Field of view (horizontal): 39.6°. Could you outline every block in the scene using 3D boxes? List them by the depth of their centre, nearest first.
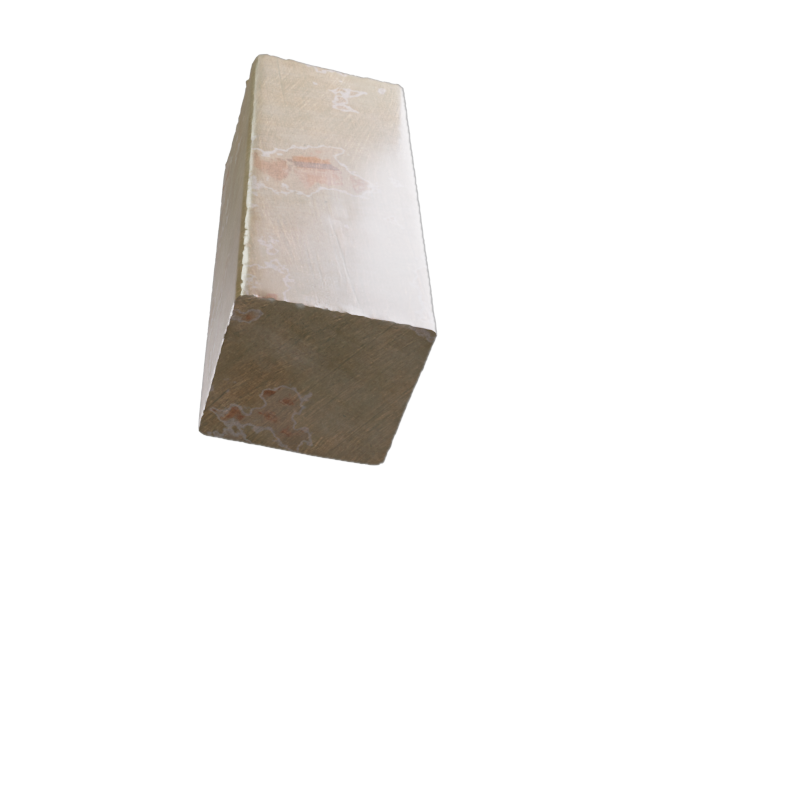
[{"bbox_3d":[-0.045,-0.081,0.565,0.088,0.086,0.221,10,41,-13],"label":"block"}]
